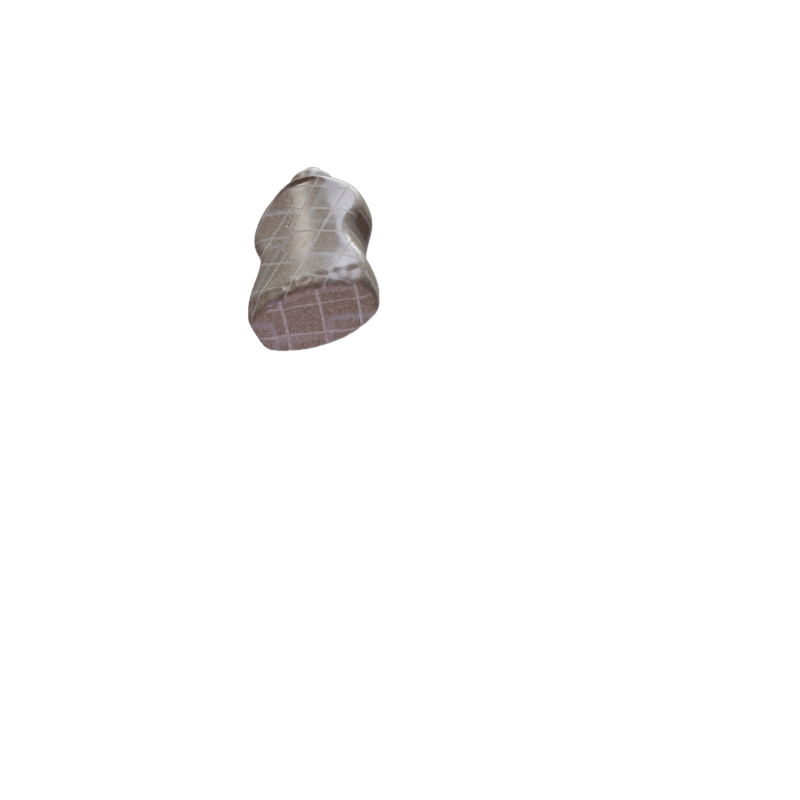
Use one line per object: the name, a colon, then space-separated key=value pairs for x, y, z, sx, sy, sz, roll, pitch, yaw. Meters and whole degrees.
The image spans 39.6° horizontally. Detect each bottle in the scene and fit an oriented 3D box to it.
bottle: x=-0.069 y=-0.126 z=0.878 sx=0.096 sy=0.054 sz=0.206 roll=-21 pitch=39 yaw=14
